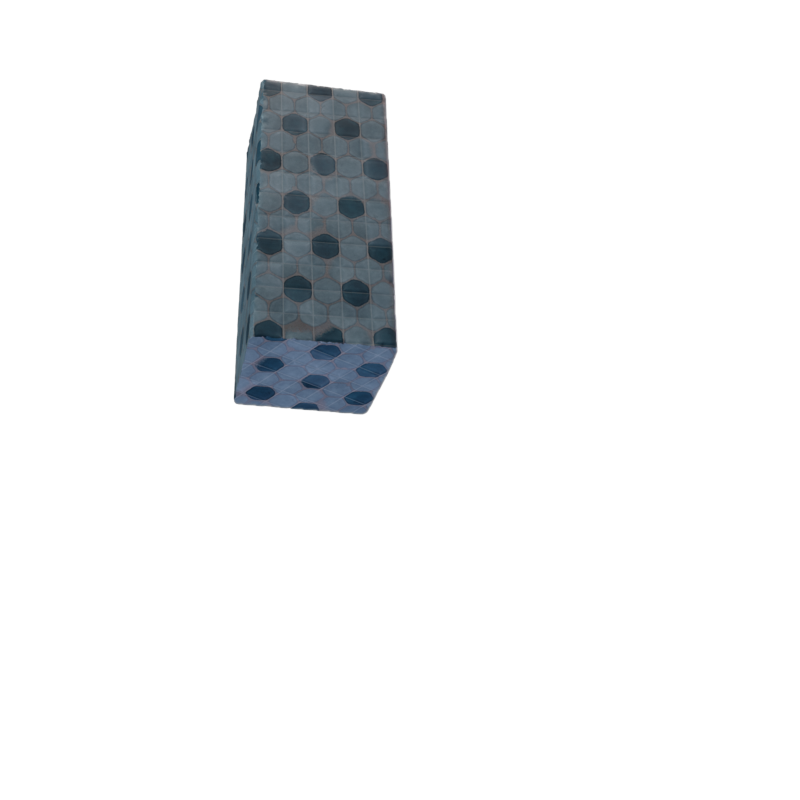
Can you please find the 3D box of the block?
[{"bbox_3d":[-0.058,-0.106,0.743,0.089,0.220,0.086,5,-33,-11],"label":"block"}]
